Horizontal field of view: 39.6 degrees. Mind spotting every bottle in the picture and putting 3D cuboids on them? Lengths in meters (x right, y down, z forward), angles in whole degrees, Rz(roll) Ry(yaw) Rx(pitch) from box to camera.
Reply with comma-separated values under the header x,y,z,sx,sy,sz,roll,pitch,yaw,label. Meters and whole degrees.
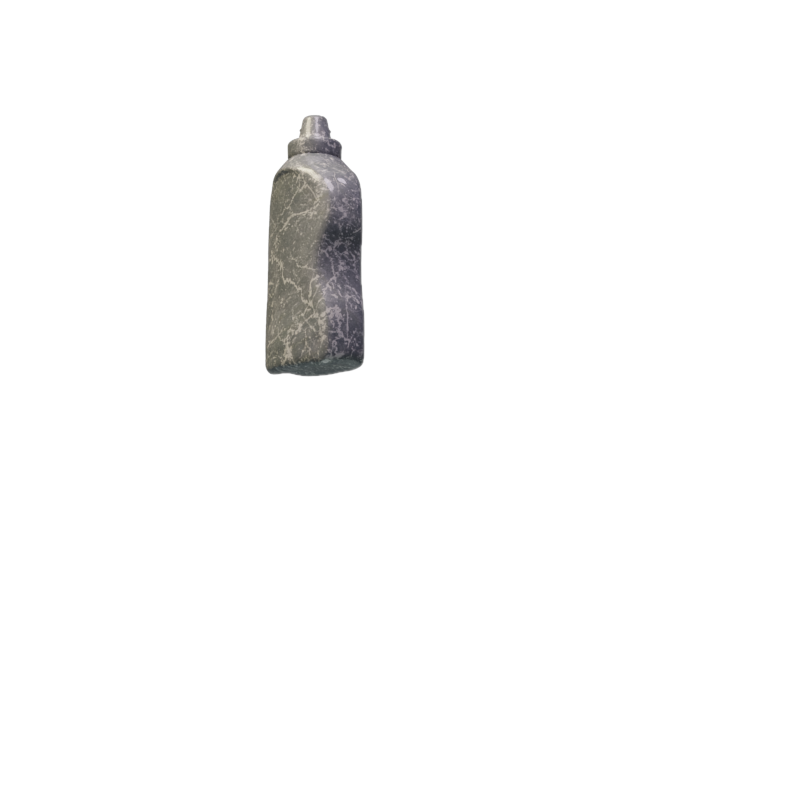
x,y,z,sx,sy,sz,roll,pitch,yaw,label
-0.064,-0.117,0.818,0.056,0.197,0.097,6,-13,-29,bottle
